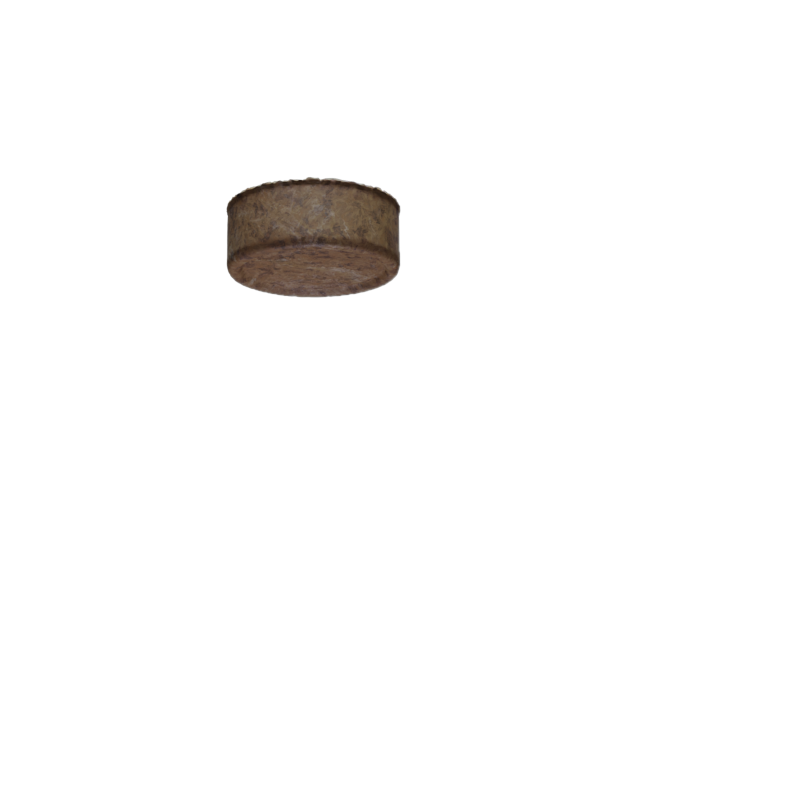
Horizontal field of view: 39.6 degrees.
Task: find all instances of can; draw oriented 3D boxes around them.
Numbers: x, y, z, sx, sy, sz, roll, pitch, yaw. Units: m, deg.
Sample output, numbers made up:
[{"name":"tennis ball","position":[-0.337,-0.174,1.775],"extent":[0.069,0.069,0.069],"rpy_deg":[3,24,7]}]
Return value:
[{"name":"can","position":[-0.042,-0.077,0.543],"extent":[0.086,0.035,0.083],"rpy_deg":[0,-13,-2]}]
